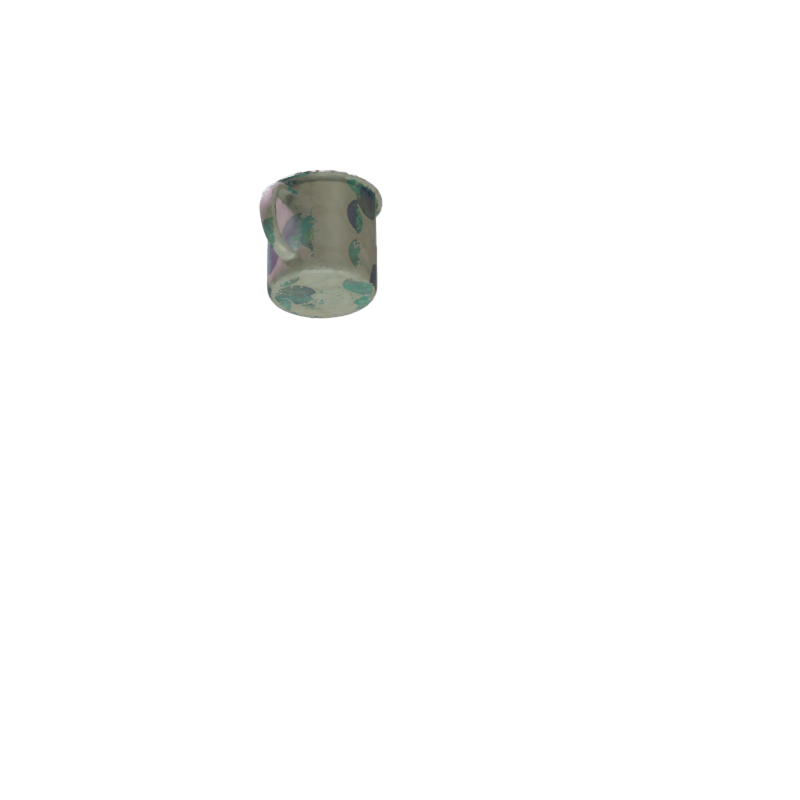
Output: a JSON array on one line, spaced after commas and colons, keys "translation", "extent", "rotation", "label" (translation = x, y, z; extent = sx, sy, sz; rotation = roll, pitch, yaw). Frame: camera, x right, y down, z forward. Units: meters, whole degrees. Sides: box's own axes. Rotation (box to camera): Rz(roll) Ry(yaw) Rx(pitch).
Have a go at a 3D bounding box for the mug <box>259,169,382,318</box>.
[{"translation": [-0.064, -0.117, 0.821], "extent": [0.094, 0.086, 0.109], "rotation": [-15, -29, 27], "label": "mug"}]
